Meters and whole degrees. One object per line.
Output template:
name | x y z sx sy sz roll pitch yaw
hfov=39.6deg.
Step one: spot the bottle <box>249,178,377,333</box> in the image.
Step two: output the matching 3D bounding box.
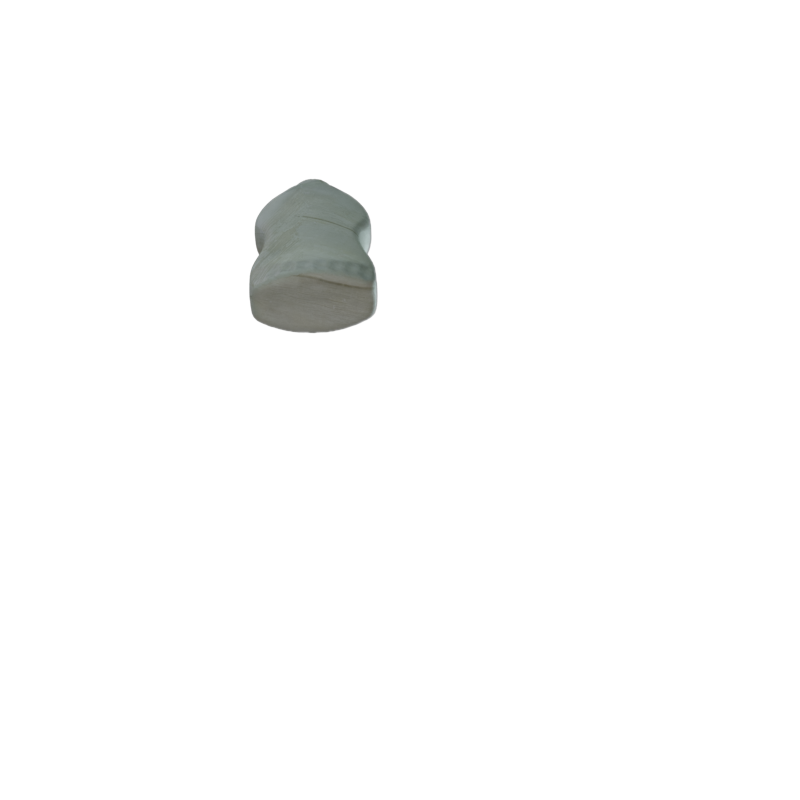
bottle | -0.071 -0.129 0.903 0.096 0.055 0.204 -4 35 -1
